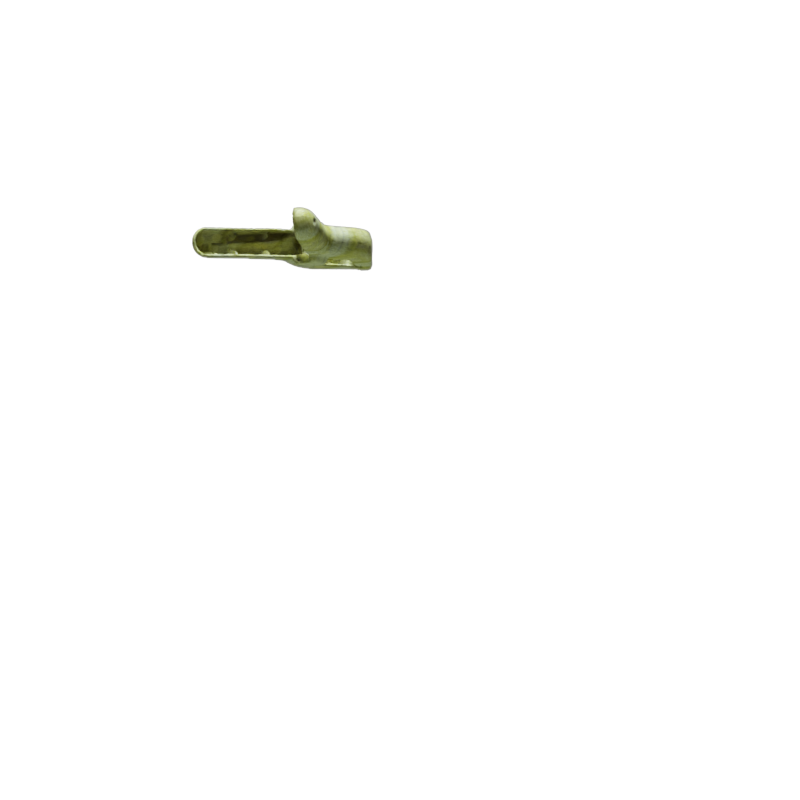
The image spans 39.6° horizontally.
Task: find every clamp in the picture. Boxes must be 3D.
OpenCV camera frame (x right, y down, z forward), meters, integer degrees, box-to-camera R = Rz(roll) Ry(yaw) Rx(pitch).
[{"bbox_3d":[-0.072,-0.131,0.917,0.165,0.039,0.125,-3,3,-44],"label":"clamp"}]
